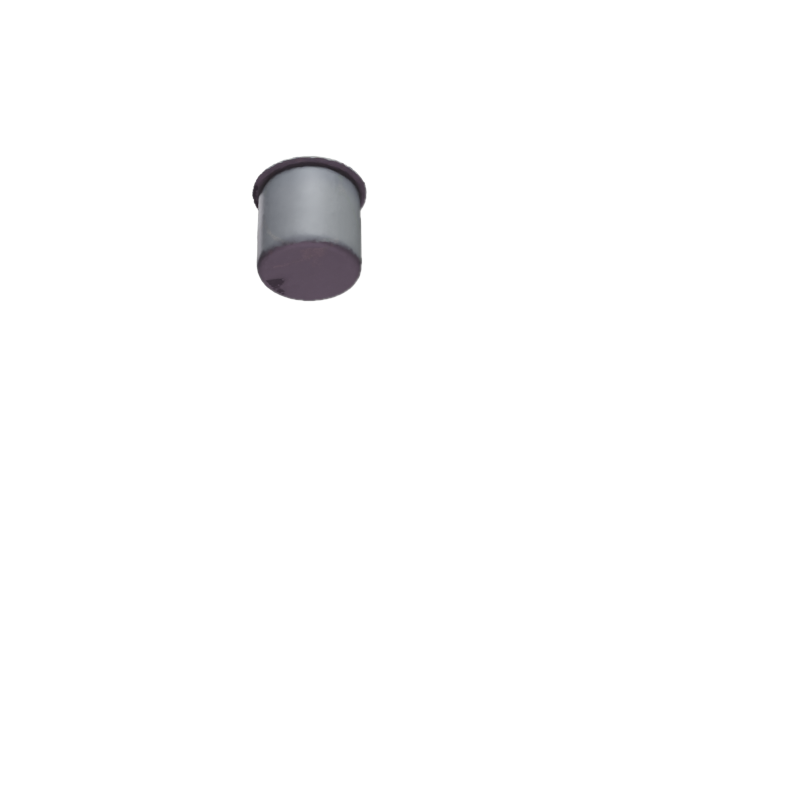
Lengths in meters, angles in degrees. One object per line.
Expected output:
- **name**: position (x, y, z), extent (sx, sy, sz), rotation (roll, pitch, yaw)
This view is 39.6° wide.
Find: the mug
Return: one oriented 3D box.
- **mug**: position (-0.069, -0.126, 0.885), extent (0.094, 0.087, 0.108), rotation (-8, -34, 10)
